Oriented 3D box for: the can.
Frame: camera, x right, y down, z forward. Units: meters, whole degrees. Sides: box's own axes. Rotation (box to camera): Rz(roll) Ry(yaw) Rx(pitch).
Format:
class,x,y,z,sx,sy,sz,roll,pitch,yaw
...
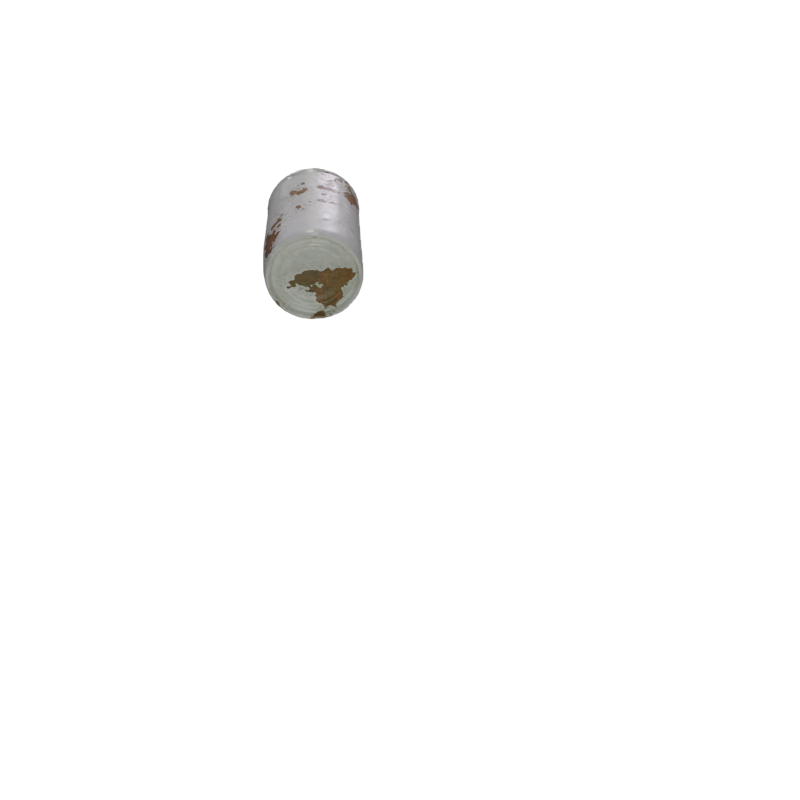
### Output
class,x,y,z,sx,sy,sz,roll,pitch,yaw
can,-0.061,-0.111,0.775,0.068,0.064,0.109,-1,33,-3
